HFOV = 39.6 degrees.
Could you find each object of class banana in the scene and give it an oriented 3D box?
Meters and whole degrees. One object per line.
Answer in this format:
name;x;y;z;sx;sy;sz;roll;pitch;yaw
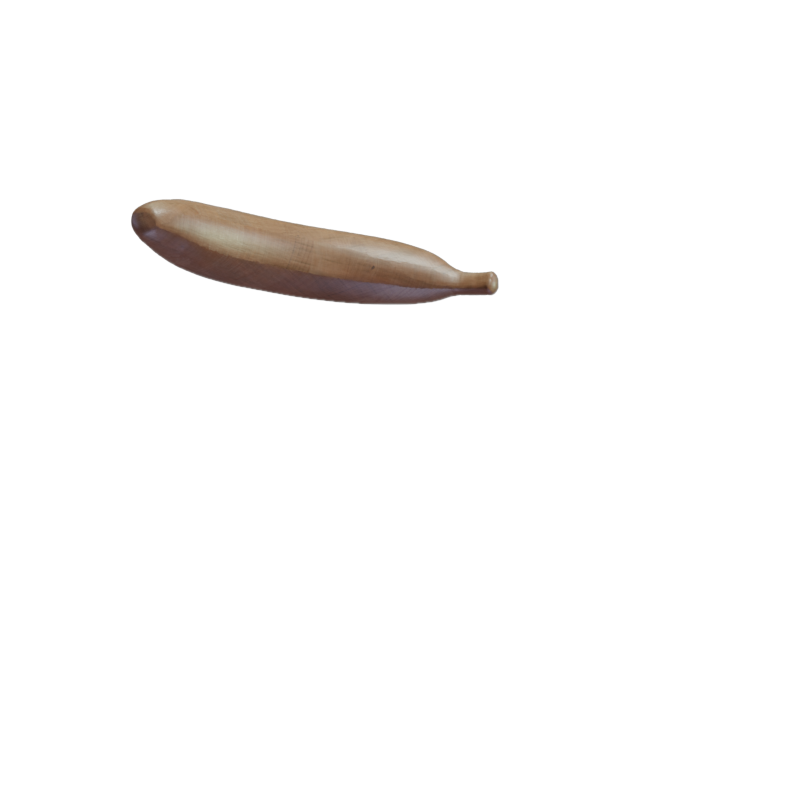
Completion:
banana;-0.049;-0.075;0.566;0.190;0.038;0.070;5;-13;-26
